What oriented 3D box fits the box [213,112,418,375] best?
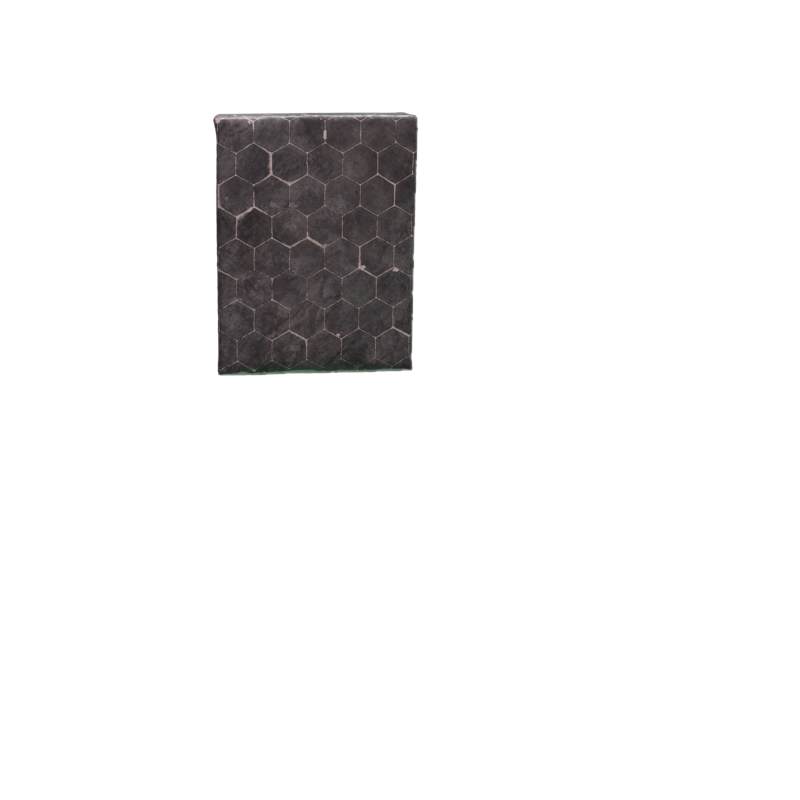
[{"bbox_3d":[-0.072,-0.132,0.925,0.163,0.209,0.074,-1,10,-7],"label":"box"}]
